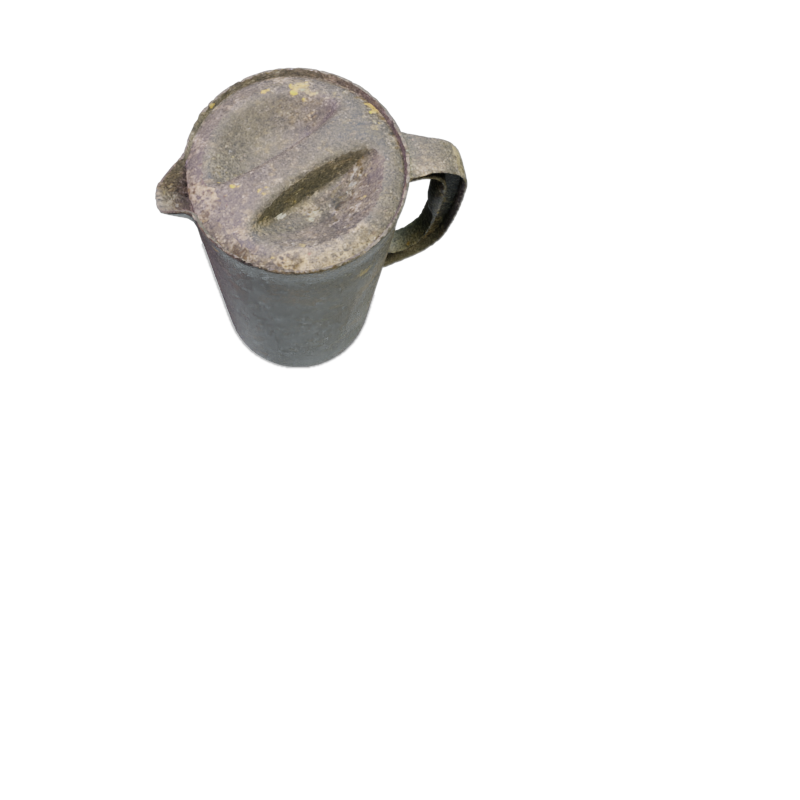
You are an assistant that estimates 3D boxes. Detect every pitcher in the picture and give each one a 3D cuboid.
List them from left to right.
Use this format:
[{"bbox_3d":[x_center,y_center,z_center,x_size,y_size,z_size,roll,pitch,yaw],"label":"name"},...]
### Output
[{"bbox_3d":[-0.058,-0.106,0.746,0.153,0.148,0.233,33,-16,7],"label":"pitcher"}]
